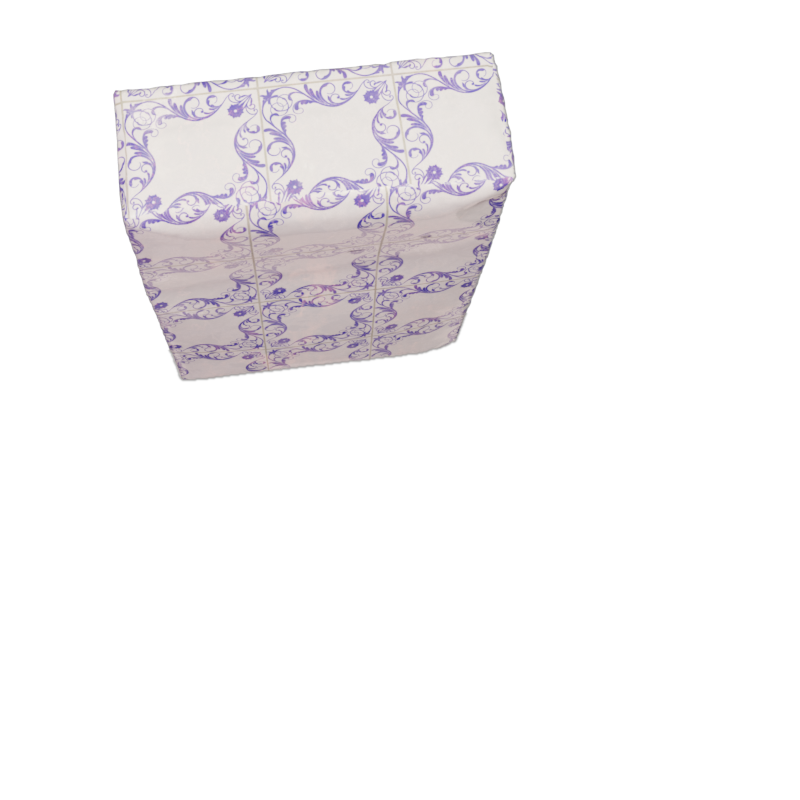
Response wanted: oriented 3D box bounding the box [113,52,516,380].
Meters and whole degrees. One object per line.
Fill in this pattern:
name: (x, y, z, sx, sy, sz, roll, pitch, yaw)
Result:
box: (-0.043, -0.078, 0.550, 0.163, 0.075, 0.204, -7, -16, -5)
